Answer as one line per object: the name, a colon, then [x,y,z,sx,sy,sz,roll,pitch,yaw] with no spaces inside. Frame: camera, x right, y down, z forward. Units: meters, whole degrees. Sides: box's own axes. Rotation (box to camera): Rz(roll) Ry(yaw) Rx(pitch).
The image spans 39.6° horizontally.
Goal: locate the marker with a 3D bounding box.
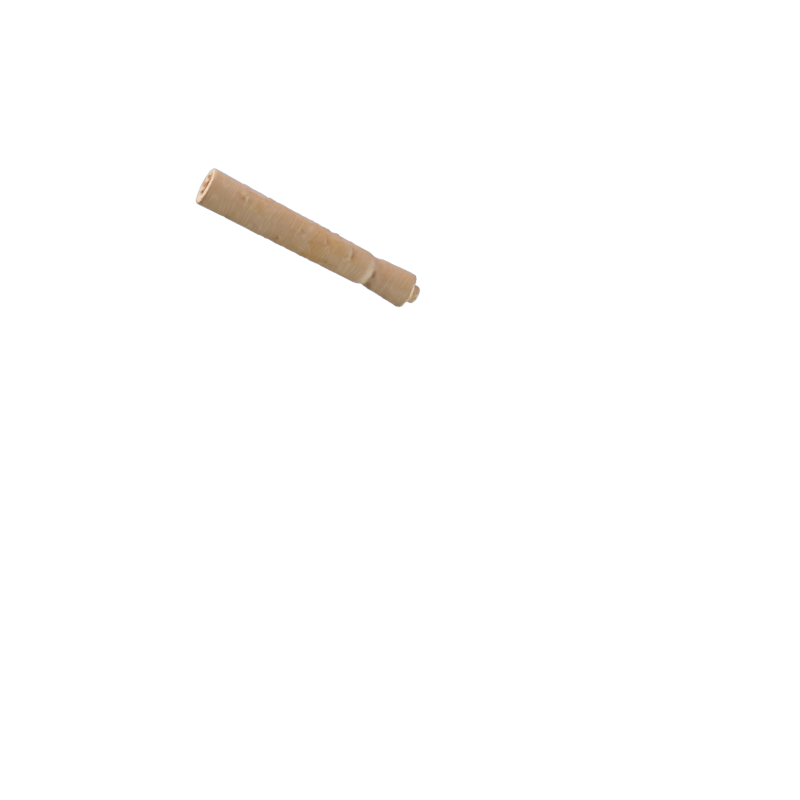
marker: [-0.042,-0.077,0.540,0.116,0.020,0.020,26,-5,-18]
